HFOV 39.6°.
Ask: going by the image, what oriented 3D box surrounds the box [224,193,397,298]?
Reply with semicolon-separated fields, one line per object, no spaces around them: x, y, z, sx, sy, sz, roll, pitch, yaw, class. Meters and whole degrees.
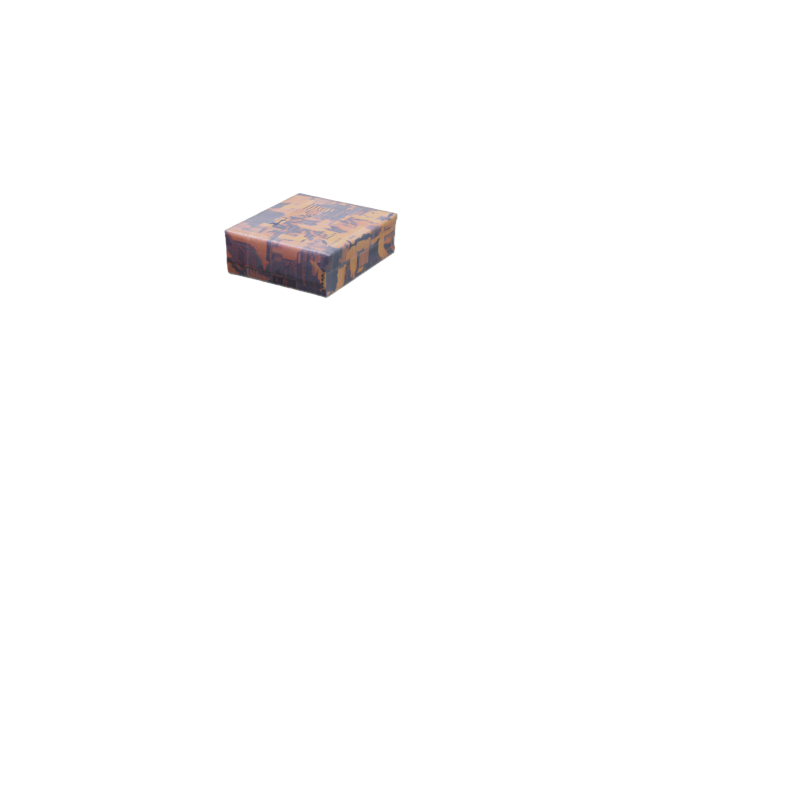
-0.066;-0.120;0.841;0.094;0.037;0.115;14;31;24;box
